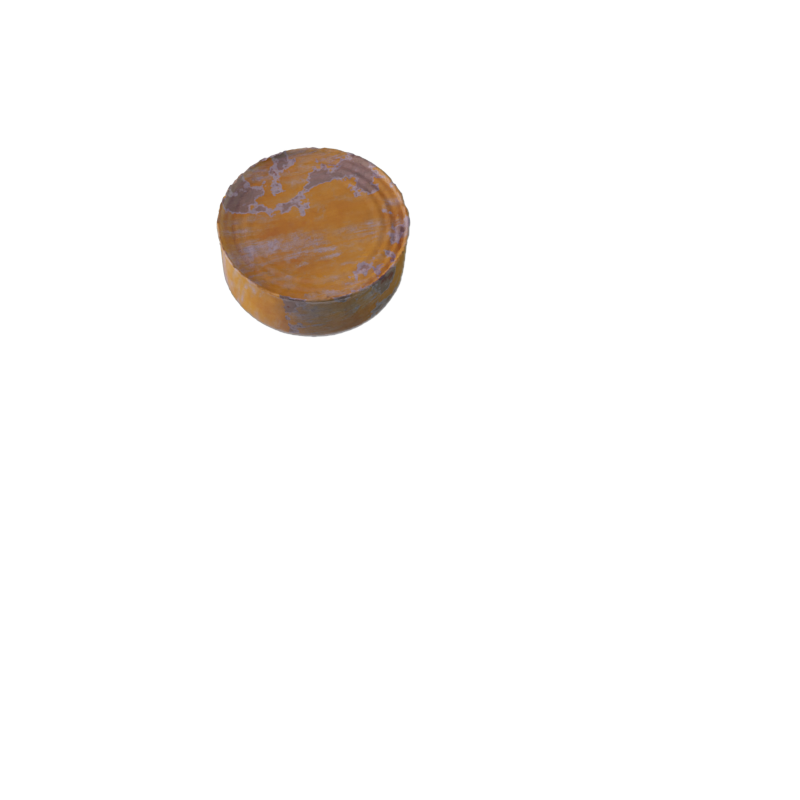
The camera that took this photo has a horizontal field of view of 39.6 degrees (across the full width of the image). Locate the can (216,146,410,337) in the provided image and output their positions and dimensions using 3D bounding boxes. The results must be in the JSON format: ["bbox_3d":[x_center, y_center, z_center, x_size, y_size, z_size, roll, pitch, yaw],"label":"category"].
[{"bbox_3d":[-0.040,-0.072,0.505,0.086,0.092,0.031,-1,-33,-1],"label":"can"}]
